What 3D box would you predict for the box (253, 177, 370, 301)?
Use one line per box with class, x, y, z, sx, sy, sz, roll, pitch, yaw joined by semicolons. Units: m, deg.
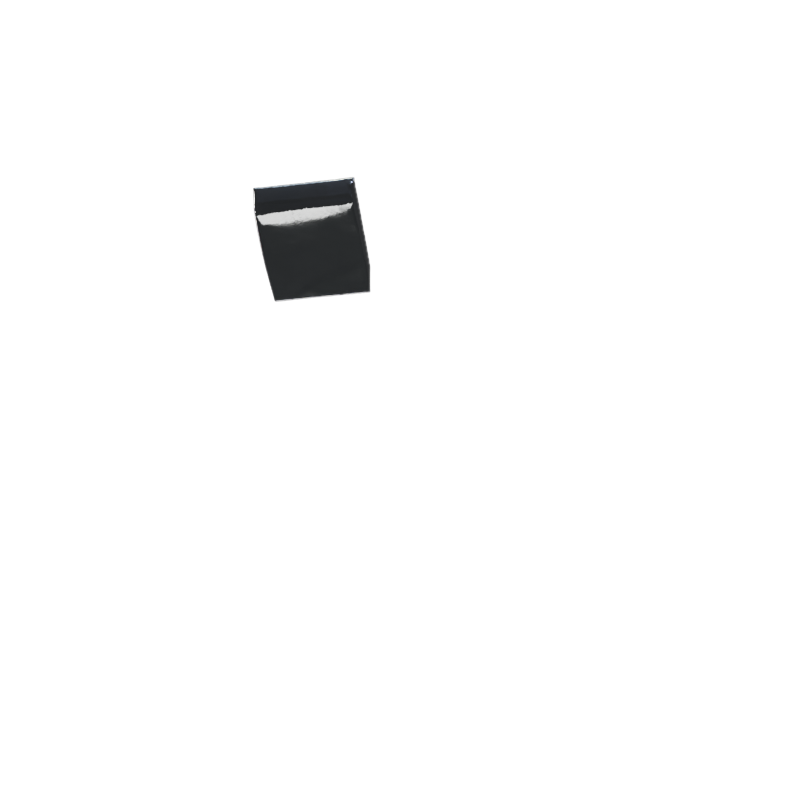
box;-0.077;-0.140;0.977;0.090;0.042;0.105;-5;-42;5
